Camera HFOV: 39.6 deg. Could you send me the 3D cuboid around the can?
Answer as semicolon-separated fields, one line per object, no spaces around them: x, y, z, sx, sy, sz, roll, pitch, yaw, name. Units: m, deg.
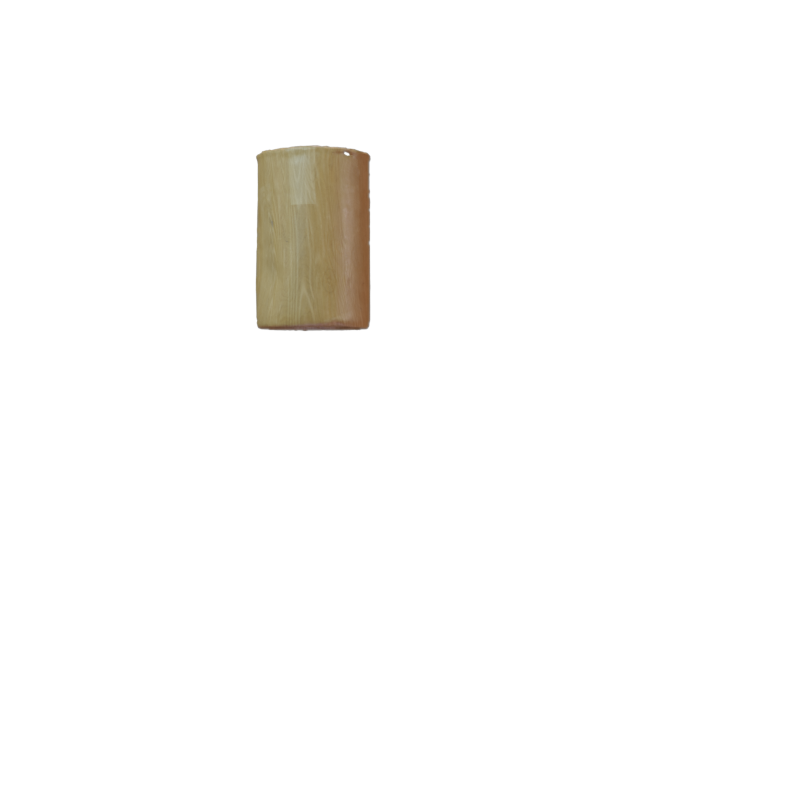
-0.051;-0.093;0.650;0.068;0.104;0.068;0;-4;-2;can
